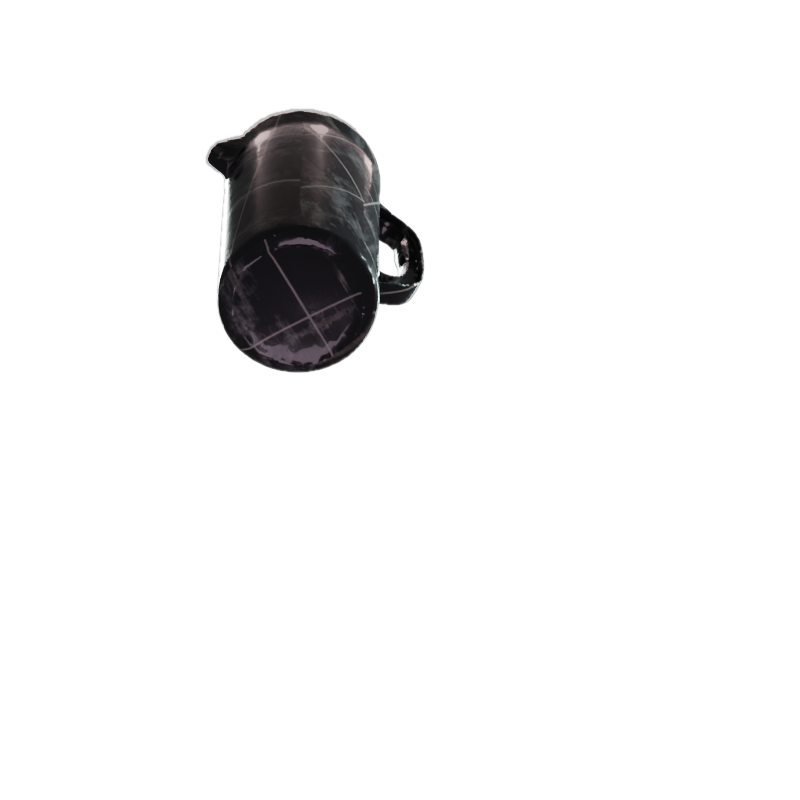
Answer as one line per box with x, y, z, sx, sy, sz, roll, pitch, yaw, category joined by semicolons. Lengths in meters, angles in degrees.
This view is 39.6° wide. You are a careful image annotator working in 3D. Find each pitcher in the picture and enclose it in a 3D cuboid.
-0.066;-0.120;0.837;0.150;0.136;0.257;-17;28;6;pitcher
